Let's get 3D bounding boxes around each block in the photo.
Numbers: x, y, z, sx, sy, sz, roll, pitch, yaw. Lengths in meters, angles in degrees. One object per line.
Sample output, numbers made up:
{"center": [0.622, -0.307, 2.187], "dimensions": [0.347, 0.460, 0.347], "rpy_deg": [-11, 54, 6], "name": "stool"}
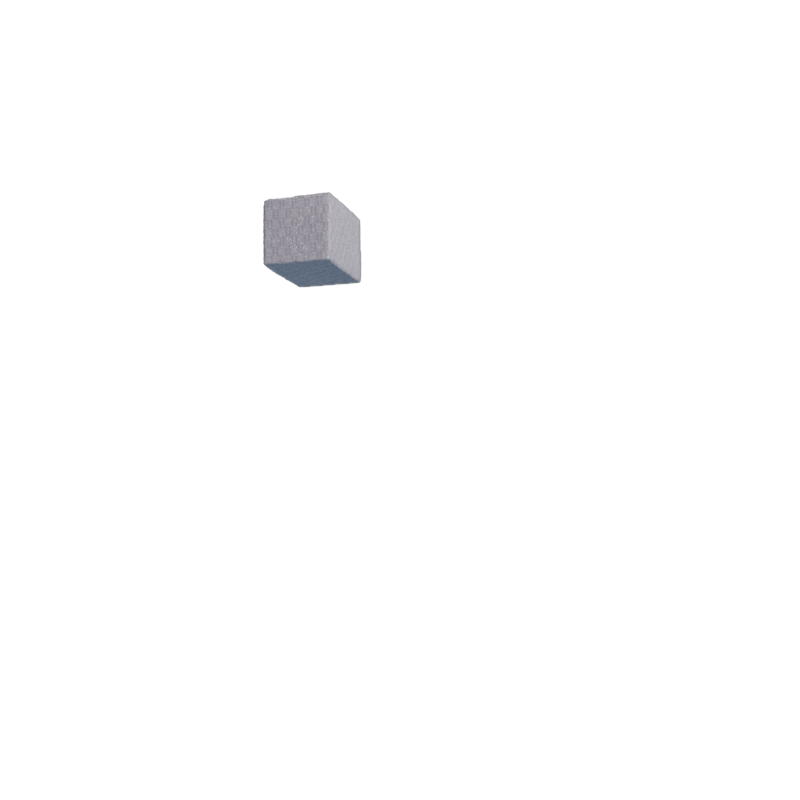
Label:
{"center": [-0.065, -0.119, 0.831], "dimensions": [0.054, 0.053, 0.074], "rpy_deg": [-4, -11, 16], "name": "block"}
